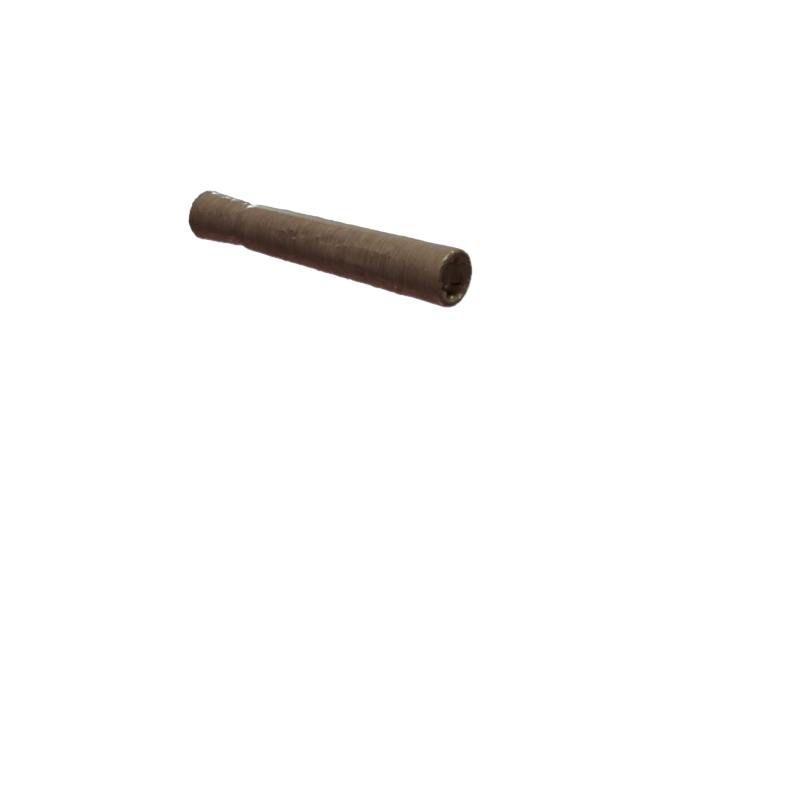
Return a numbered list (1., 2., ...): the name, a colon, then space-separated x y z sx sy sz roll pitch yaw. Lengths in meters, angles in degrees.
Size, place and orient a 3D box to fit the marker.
1. marker: -0.030 -0.054 0.381 0.128 0.019 0.019 20 16 39
